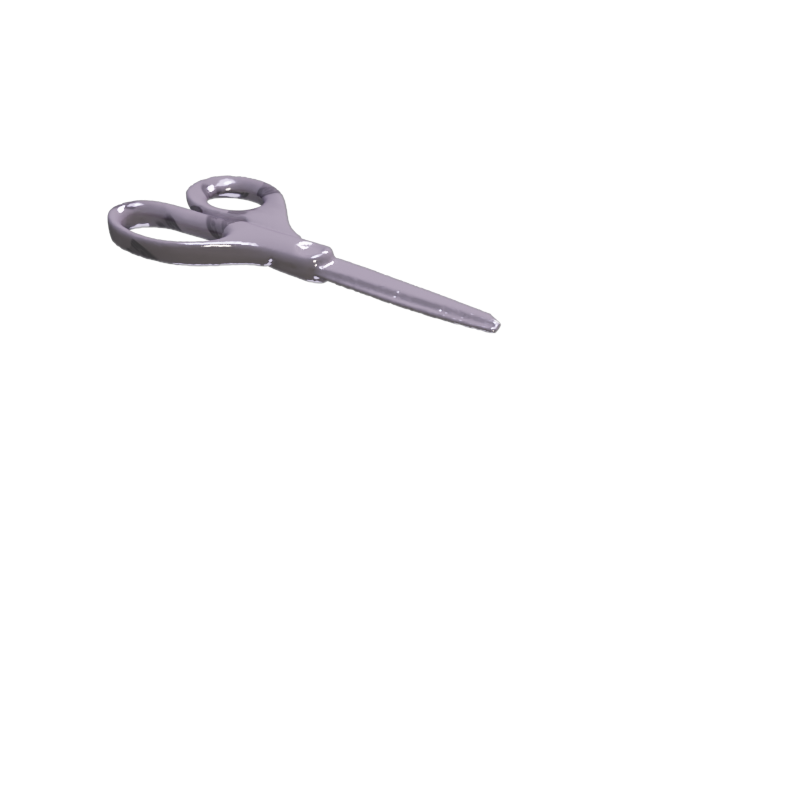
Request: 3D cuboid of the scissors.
[{"bbox_3d":[-0.041,-0.074,0.521,0.208,0.015,0.099,12,34,19],"label":"scissors"}]
